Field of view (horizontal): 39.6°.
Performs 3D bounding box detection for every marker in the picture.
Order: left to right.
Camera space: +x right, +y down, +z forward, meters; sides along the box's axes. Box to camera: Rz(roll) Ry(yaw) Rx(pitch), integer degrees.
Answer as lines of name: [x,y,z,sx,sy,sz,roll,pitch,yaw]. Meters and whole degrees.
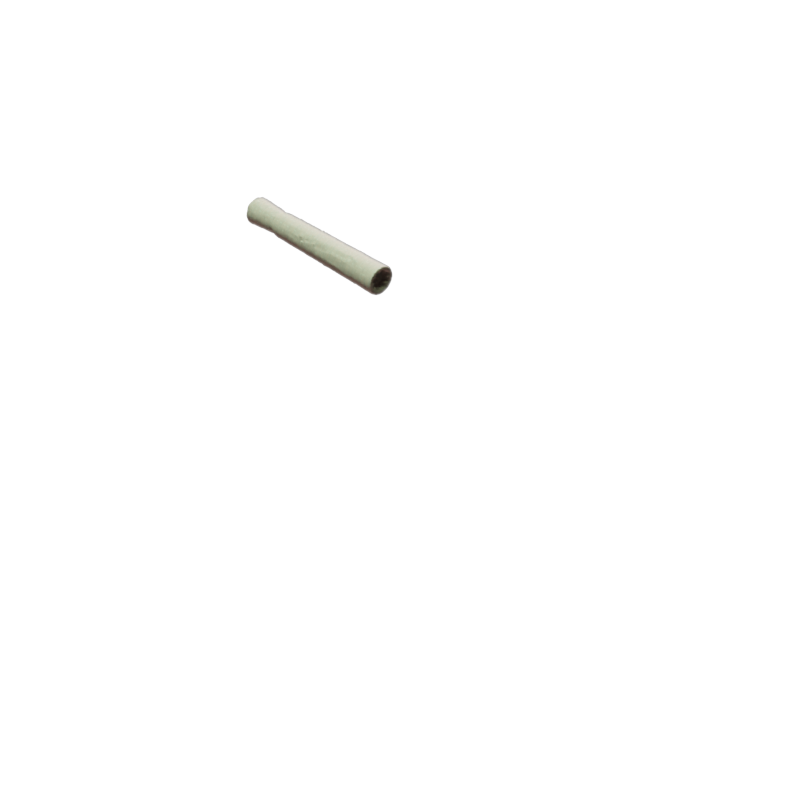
marker: [-0.053,-0.097,0.682,0.019,0.019,0.130,-3,28,-46]
